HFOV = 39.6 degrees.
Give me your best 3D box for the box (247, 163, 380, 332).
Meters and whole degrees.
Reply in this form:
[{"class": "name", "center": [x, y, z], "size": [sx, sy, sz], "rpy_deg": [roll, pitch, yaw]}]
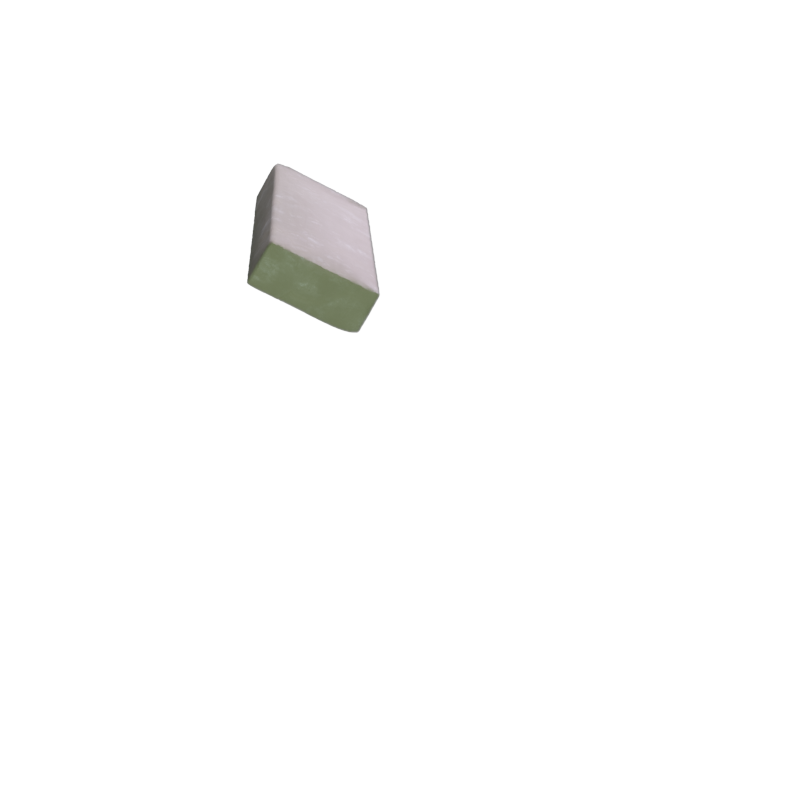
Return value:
[{"class": "box", "center": [-0.069, -0.126, 0.880], "size": [0.090, 0.047, 0.187], "rpy_deg": [24, 27, -17]}]
